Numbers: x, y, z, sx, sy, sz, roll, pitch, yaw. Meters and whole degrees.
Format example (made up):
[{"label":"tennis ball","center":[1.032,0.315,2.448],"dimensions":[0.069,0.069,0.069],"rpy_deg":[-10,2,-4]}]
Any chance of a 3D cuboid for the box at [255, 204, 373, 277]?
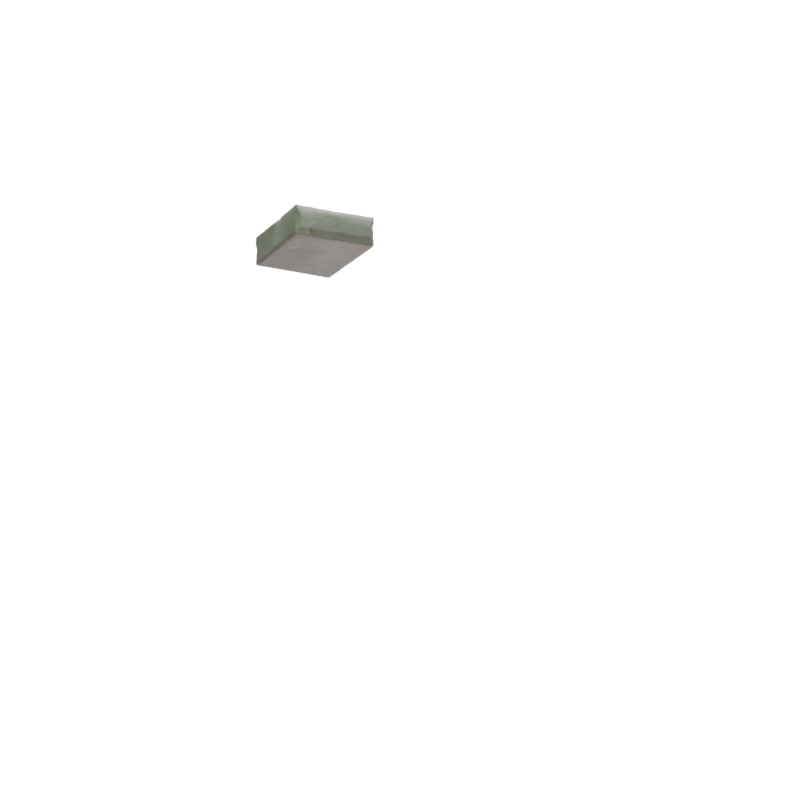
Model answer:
[{"label":"box","center":[-0.075,-0.136,0.954],"dimensions":[0.070,0.031,0.089],"rpy_deg":[7,-16,-27]}]
